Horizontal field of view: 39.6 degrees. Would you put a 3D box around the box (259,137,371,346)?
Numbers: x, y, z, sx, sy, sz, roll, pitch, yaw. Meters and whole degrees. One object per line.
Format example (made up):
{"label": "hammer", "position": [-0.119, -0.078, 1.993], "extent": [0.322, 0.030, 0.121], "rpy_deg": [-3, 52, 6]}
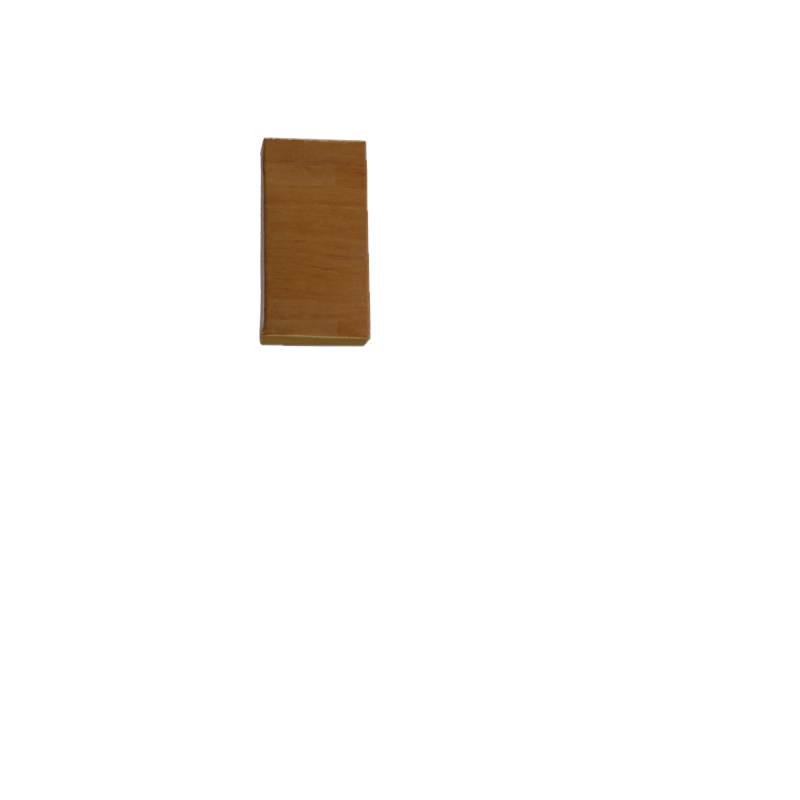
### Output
{"label": "box", "position": [-0.075, -0.136, 0.955], "extent": [0.092, 0.183, 0.047], "rpy_deg": [1, -16, -7]}
